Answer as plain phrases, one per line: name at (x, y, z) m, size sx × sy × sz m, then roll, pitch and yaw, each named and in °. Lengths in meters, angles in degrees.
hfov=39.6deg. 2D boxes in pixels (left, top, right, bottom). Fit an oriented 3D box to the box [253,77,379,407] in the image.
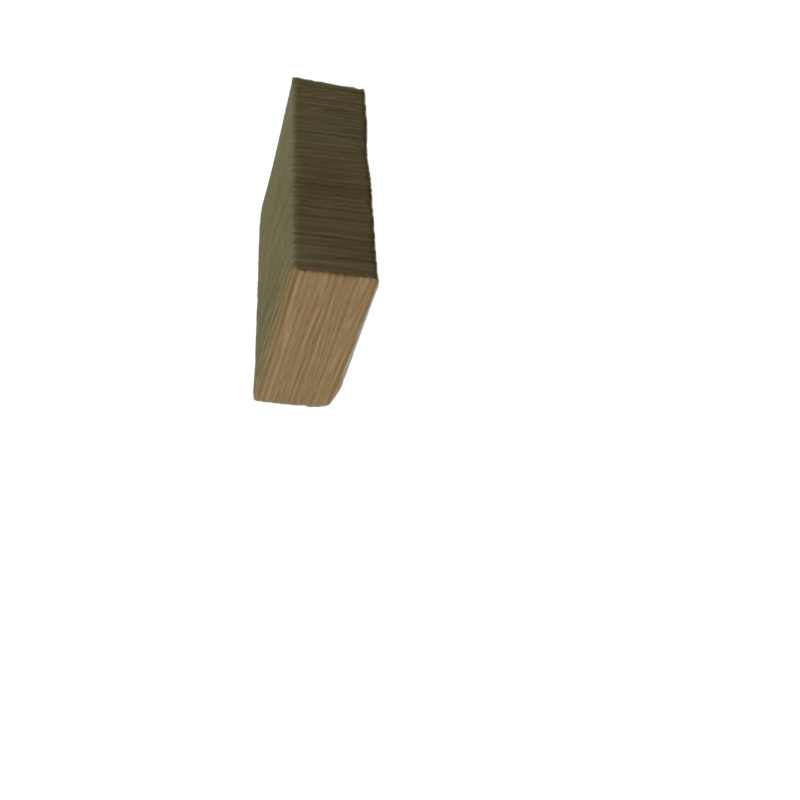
box at (-0.070, -0.128, 0.894) m, size 0.070 × 0.229 × 0.155 m, roll 8°, pitch -40°, yaw -13°
